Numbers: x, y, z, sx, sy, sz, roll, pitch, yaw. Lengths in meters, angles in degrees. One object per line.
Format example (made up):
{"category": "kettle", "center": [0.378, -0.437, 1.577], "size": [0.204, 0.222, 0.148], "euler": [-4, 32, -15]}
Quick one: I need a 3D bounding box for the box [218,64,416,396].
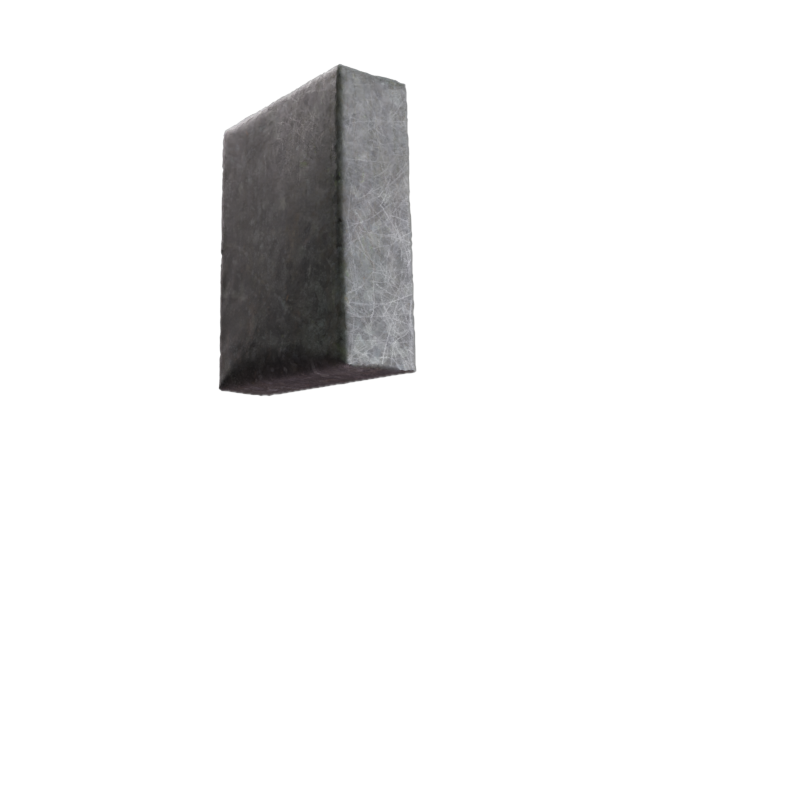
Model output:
{"category": "box", "center": [-0.065, -0.118, 0.824], "size": [0.068, 0.221, 0.167], "euler": [10, -16, -37]}
